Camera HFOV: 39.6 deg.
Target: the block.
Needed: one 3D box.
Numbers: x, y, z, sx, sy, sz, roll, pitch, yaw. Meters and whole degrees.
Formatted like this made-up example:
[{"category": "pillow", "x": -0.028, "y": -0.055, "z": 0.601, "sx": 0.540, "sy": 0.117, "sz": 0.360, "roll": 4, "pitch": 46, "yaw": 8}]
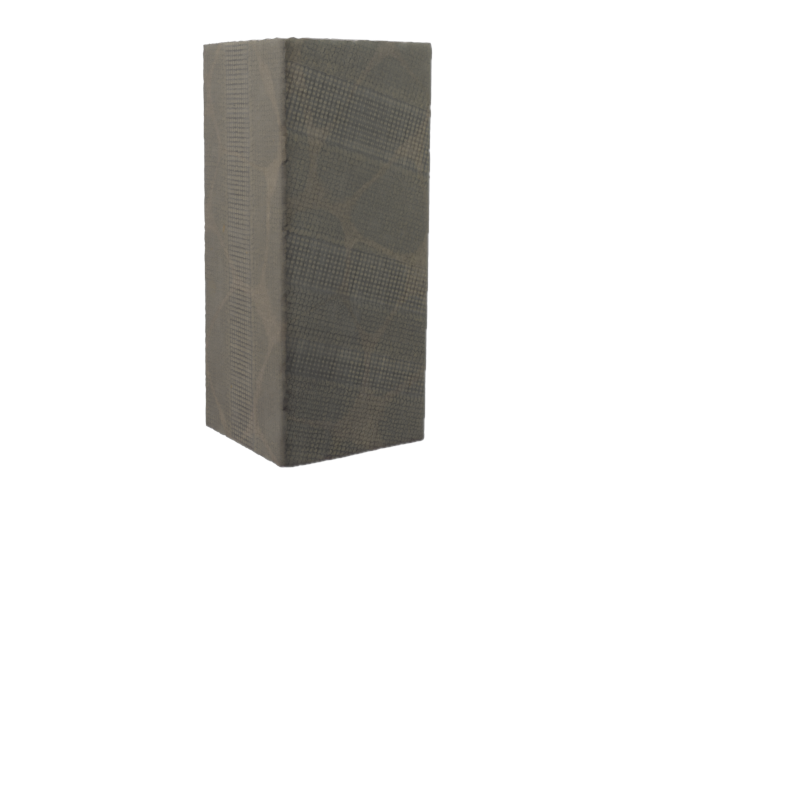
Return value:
[{"category": "block", "x": -0.045, "y": -0.083, "z": 0.581, "sx": 0.087, "sy": 0.202, "sz": 0.095, "roll": -5, "pitch": 10, "yaw": -34}]
